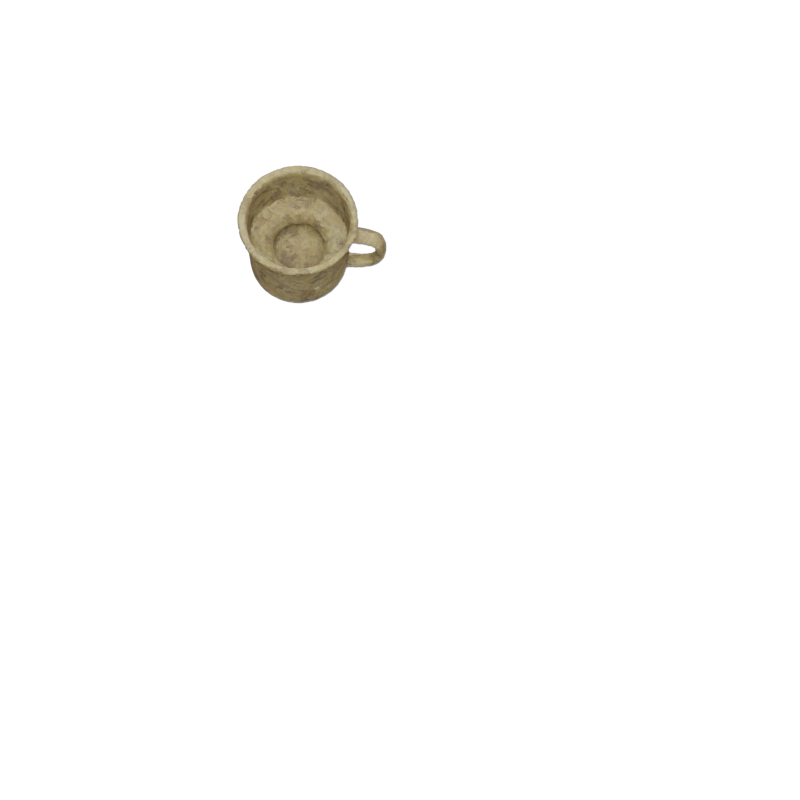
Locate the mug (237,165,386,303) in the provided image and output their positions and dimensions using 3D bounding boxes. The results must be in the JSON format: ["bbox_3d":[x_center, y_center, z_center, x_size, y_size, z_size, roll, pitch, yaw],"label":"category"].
[{"bbox_3d":[-0.069,-0.127,0.888,0.117,0.098,0.078,5,-21,1],"label":"mug"}]
